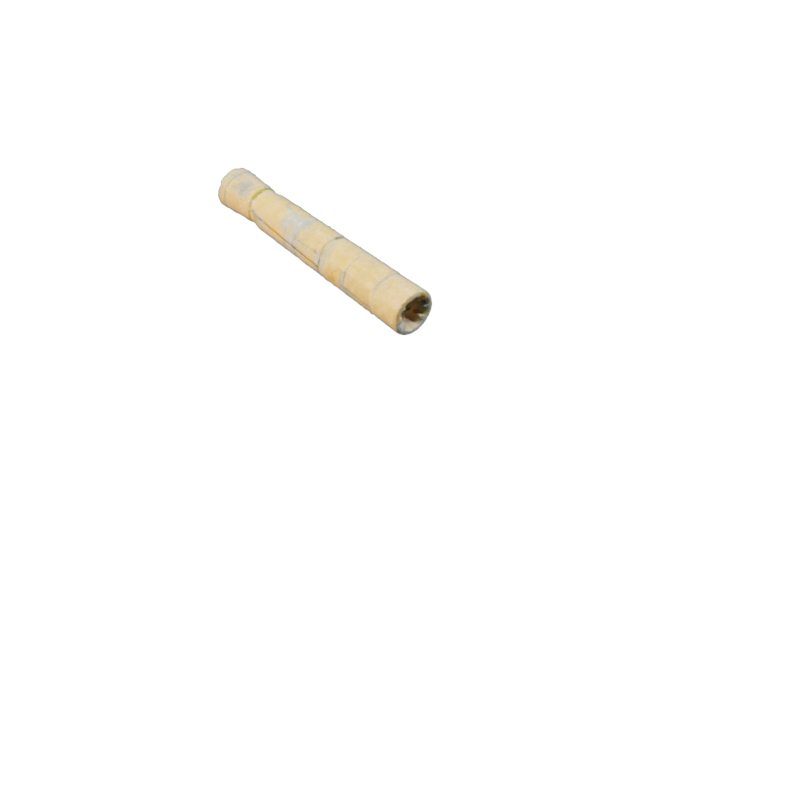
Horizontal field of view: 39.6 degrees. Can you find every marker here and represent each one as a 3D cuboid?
[{"bbox_3d":[-0.035,-0.064,0.446,0.019,0.019,0.130,-3,32,-44],"label":"marker"}]
